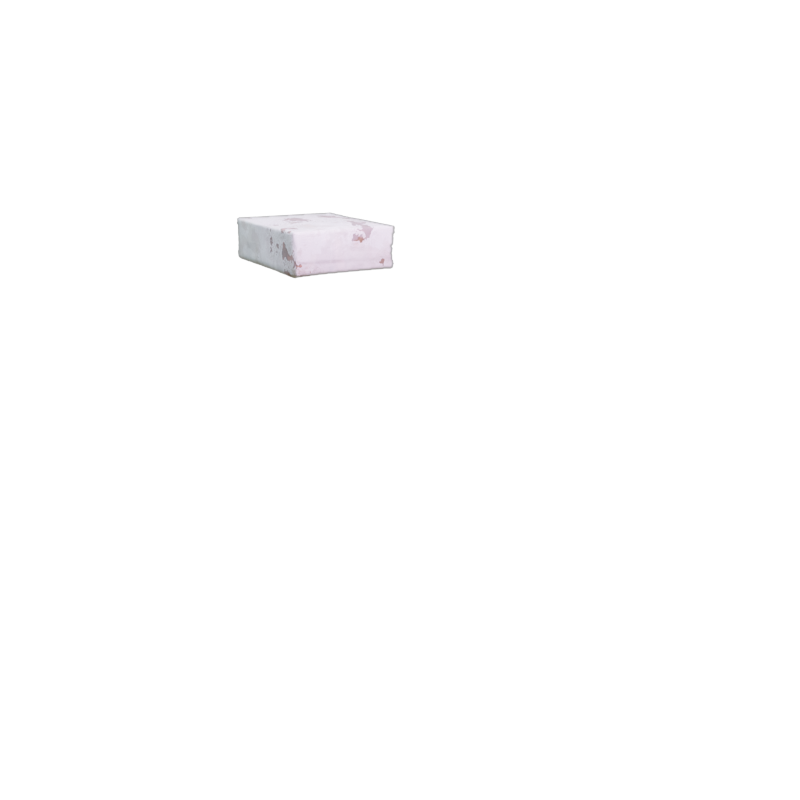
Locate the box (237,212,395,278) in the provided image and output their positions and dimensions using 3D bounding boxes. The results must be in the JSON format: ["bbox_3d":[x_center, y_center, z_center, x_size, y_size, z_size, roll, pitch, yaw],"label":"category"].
[{"bbox_3d":[-0.070,-0.128,0.899,0.088,0.038,0.120,-9,19,-28],"label":"box"}]
